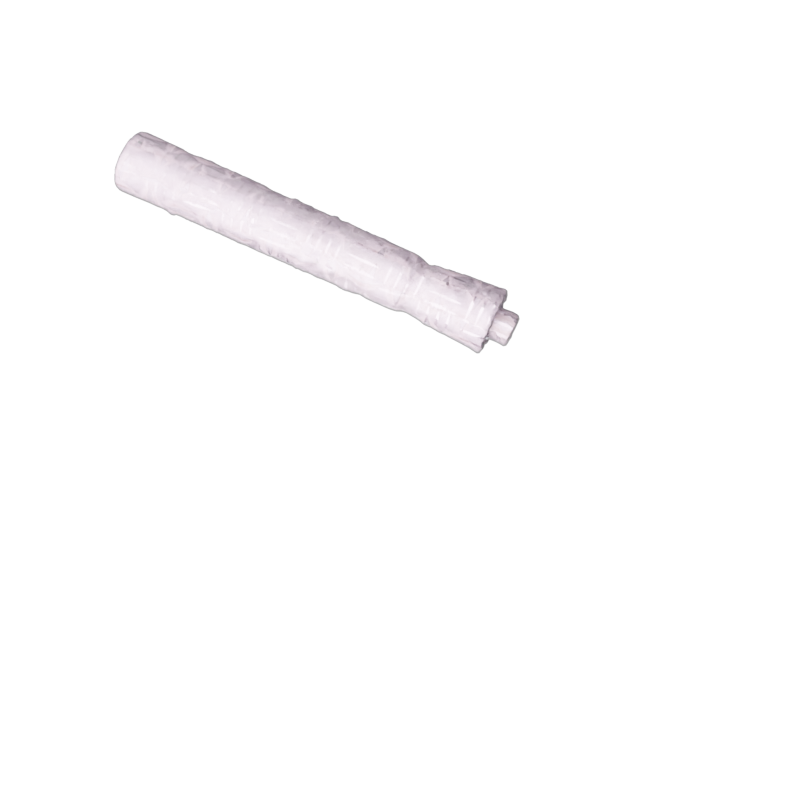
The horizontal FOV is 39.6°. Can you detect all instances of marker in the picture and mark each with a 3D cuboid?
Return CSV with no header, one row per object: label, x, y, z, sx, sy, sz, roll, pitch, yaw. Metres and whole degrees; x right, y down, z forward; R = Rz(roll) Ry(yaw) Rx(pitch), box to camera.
marker,-0.024,-0.044,0.311,0.124,0.019,0.019,25,9,13
